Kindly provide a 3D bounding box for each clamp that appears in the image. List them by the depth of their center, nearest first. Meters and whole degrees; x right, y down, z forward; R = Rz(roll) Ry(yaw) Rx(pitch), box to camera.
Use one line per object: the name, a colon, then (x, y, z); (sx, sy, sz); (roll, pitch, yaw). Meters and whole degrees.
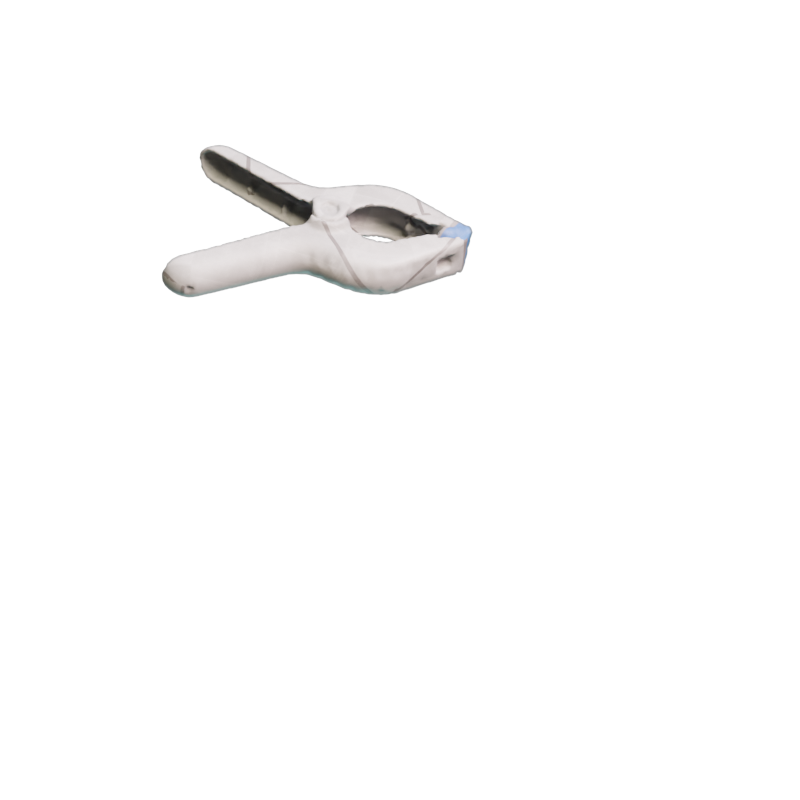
clamp: (-0.049, -0.090, 0.627); (0.174, 0.127, 0.036); (11, -39, 9)
